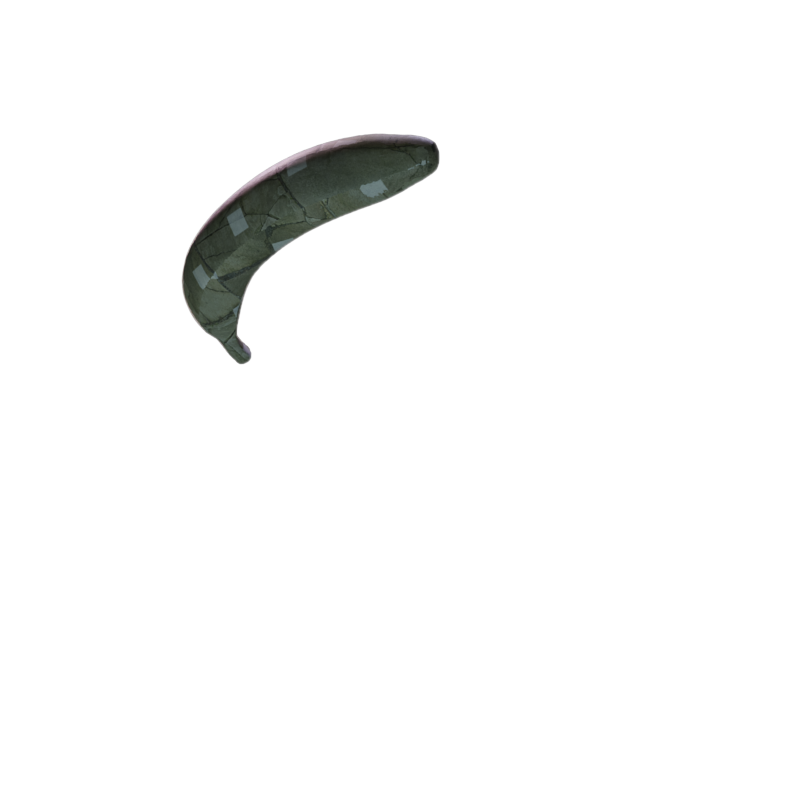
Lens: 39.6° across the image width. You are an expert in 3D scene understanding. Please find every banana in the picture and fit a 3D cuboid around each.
[{"bbox_3d":[-0.062,-0.085,0.571,0.066,0.039,0.194,21,-38,-29],"label":"banana"}]
